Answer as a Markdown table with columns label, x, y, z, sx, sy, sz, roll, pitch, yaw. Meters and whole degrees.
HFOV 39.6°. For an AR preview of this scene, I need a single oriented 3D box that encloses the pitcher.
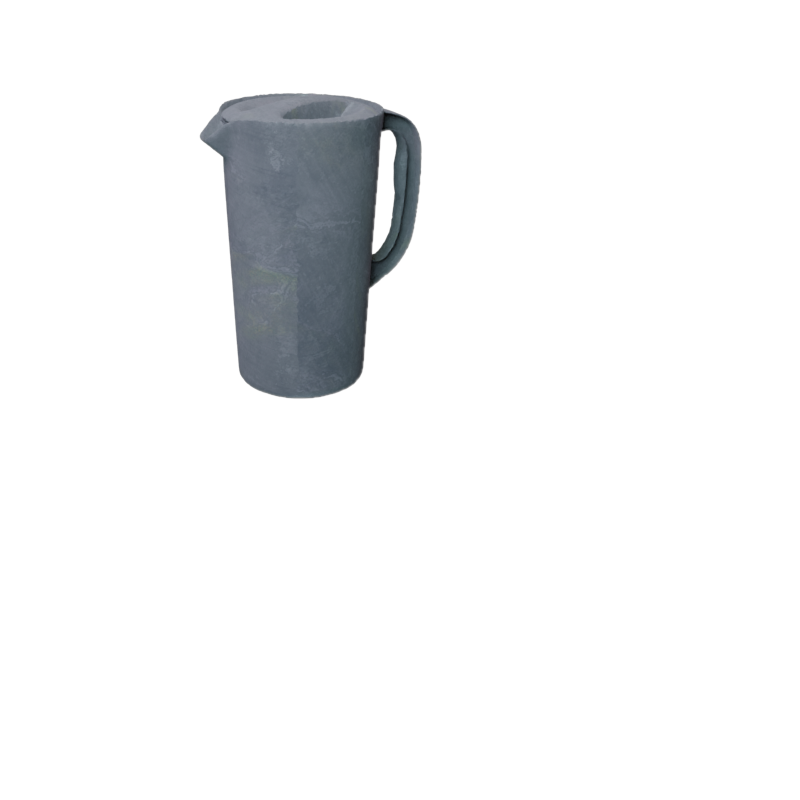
| label | x | y | z | sx | sy | sz | roll | pitch | yaw |
| --- | --- | --- | --- | --- | --- | --- | --- | --- | --- |
| pitcher | -0.072 | -0.132 | 0.926 | 0.154 | 0.233 | 0.147 | 8 | 21 | 18 |
